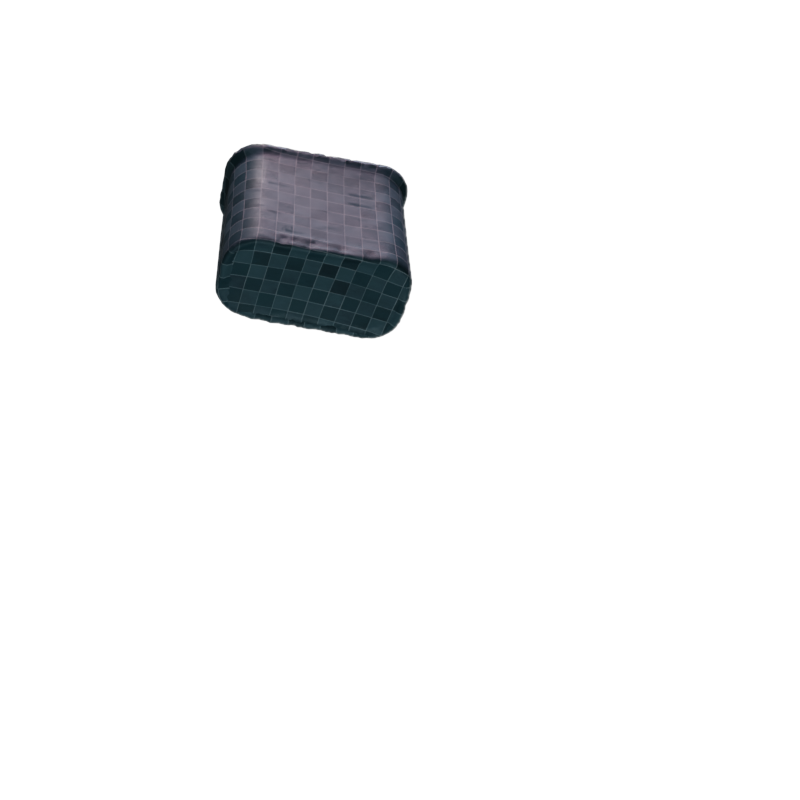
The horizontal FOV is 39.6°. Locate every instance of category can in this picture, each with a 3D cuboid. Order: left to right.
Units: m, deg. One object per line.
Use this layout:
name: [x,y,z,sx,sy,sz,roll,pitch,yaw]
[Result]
can: [-0.046,-0.083,0.583,0.100,0.054,0.090,9,40,-9]
